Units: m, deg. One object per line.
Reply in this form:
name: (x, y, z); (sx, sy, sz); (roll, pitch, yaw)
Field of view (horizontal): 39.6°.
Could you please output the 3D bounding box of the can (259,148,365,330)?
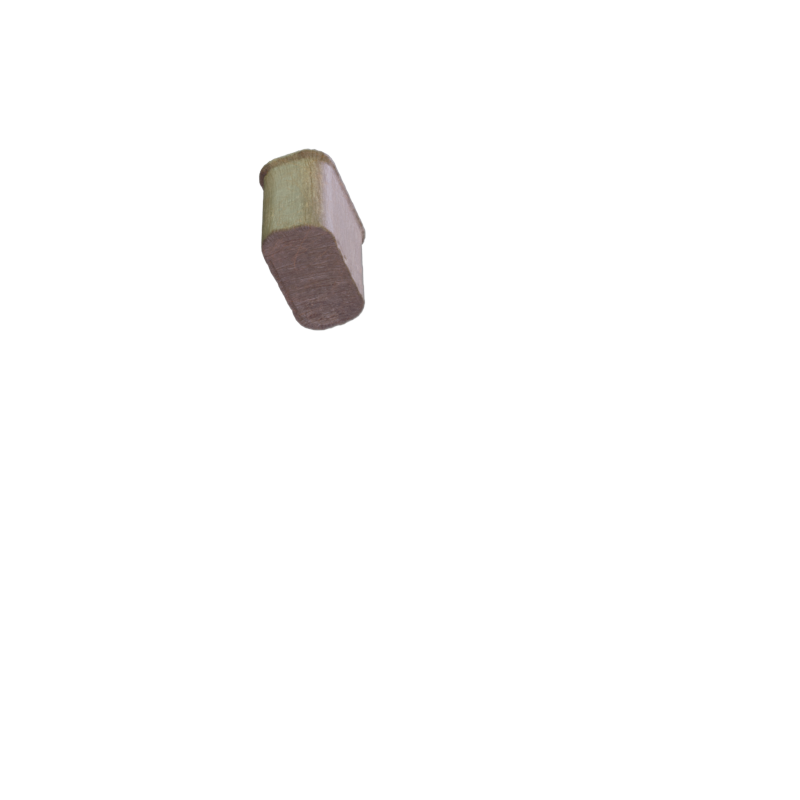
can: (-0.062, -0.113, 0.790); (0.058, 0.090, 0.094); (-16, -48, 12)
